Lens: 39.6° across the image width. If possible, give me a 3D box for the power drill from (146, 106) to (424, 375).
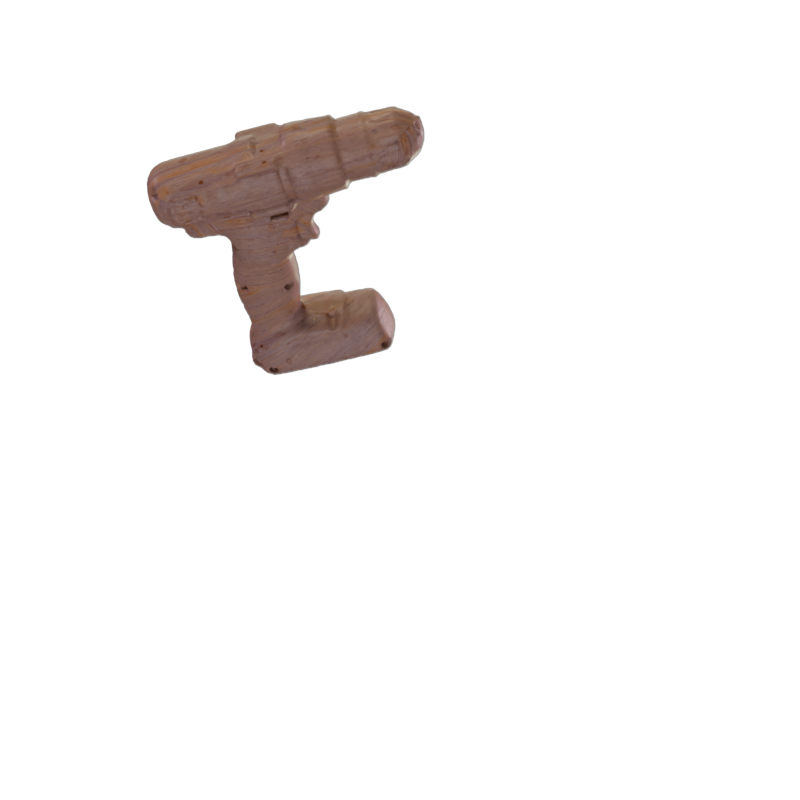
[{"bbox_3d":[-0.060,-0.109,0.762,0.186,0.173,0.062,-11,40,9],"label":"power drill"}]
